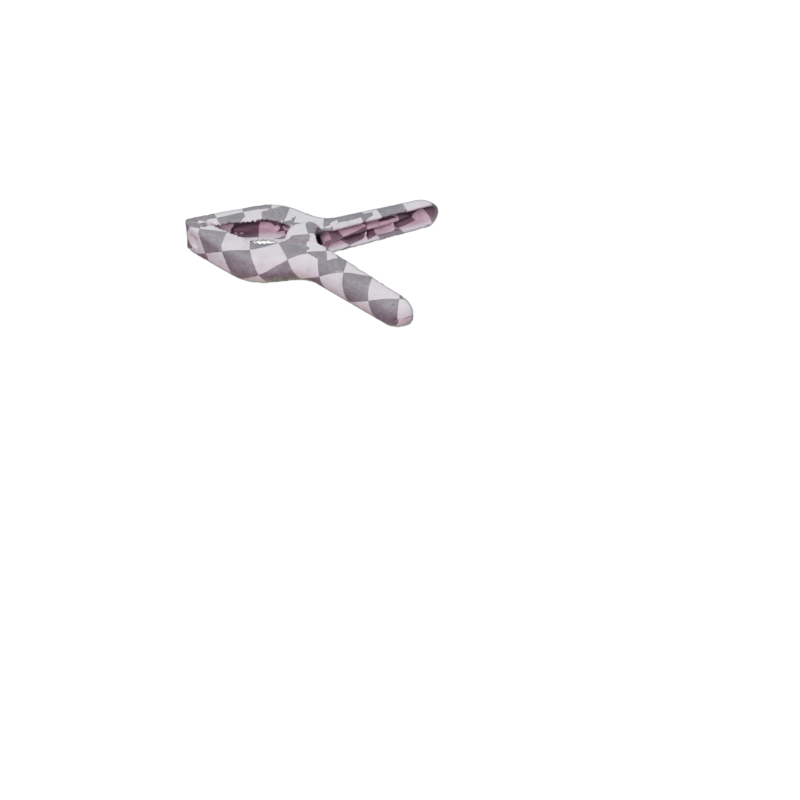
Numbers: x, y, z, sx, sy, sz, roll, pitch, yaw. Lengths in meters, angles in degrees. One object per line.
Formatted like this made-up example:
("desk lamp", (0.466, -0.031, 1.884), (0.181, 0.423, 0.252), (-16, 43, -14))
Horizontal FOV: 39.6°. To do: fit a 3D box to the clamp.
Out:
("clamp", (-0.072, -0.131, 0.918), (0.216, 0.034, 0.171), (11, 39, 14))
